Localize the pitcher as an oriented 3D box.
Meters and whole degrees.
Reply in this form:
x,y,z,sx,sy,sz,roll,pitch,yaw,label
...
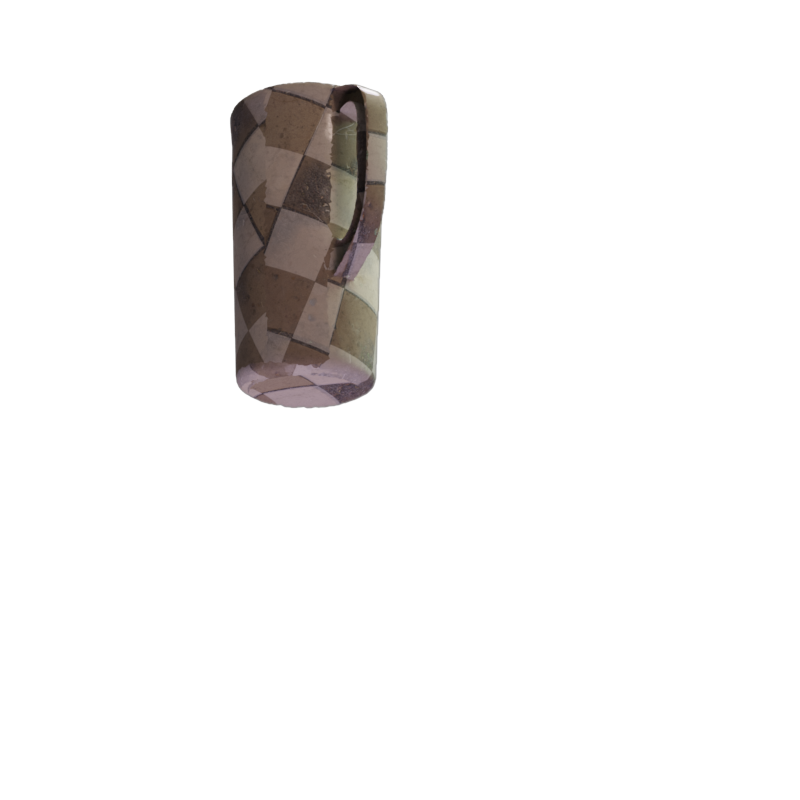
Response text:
x,y,z,sx,sy,sz,roll,pitch,yaw,label
-0.069,-0.126,0.884,0.147,0.256,0.140,-5,-22,10,pitcher
